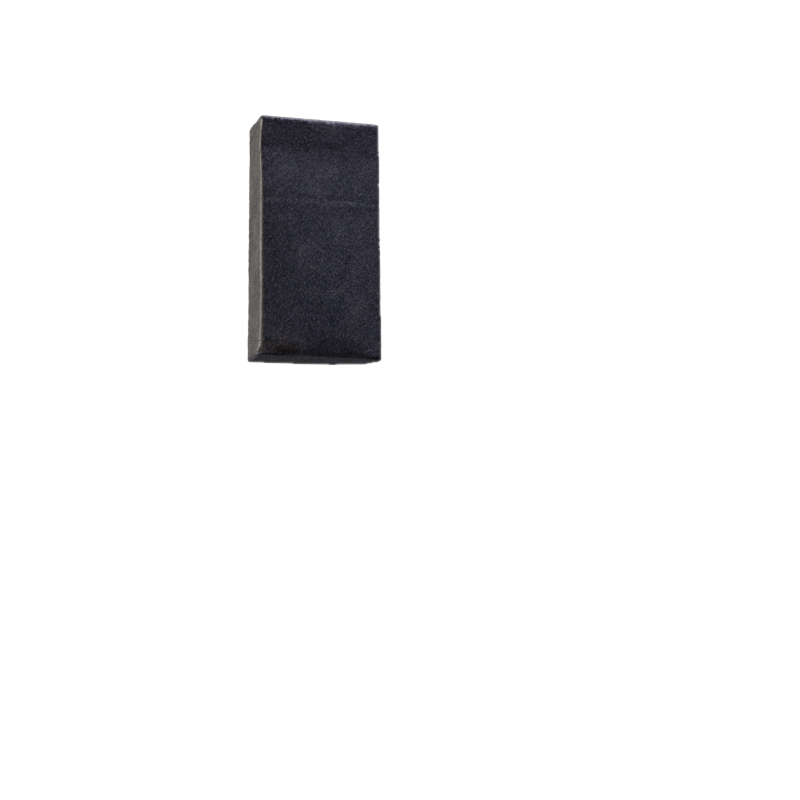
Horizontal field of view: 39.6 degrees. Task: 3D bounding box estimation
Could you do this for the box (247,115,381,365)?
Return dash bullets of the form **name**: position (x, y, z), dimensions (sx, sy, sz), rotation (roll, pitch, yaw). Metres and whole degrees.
- **box**: position (-0.063, -0.116, 0.811), dimensions (0.091, 0.181, 0.048), rotation (3, -12, -17)
